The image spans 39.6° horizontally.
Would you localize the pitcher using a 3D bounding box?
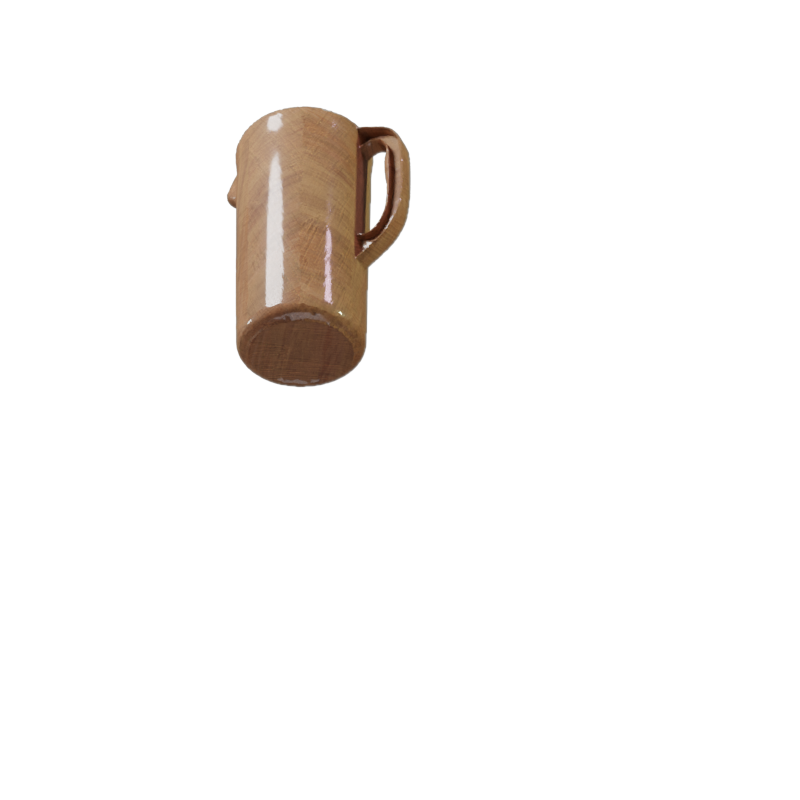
[{"bbox_3d":[-0.077,-0.140,0.983,0.141,0.261,0.142,11,-42,-16],"label":"pitcher"}]
